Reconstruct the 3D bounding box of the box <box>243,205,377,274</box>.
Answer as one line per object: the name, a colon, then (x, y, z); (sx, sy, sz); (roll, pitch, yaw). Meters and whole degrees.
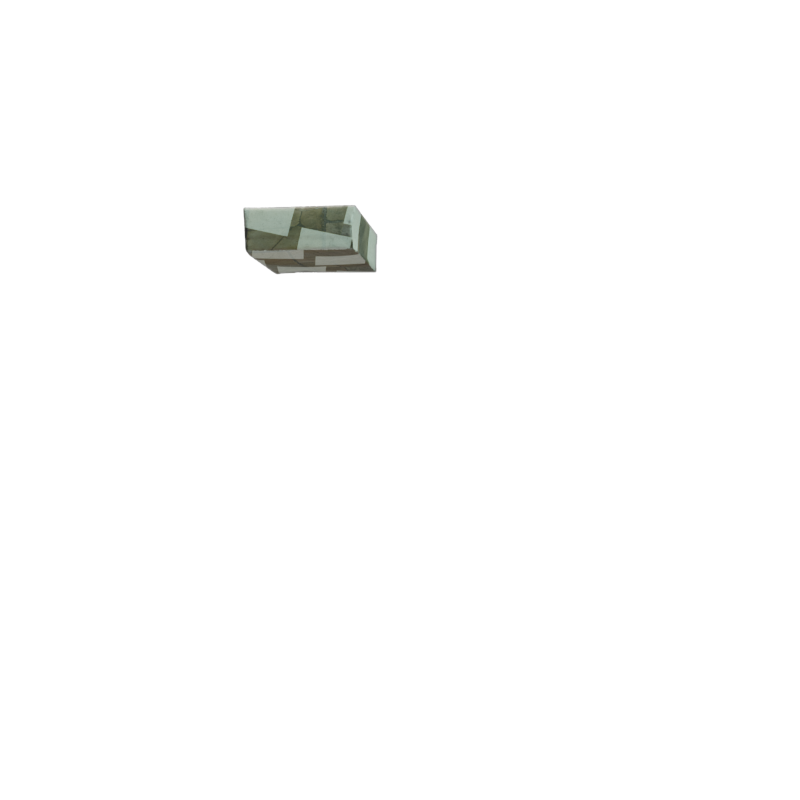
box: (-0.070, -0.128, 0.898); (0.091, 0.039, 0.110); (-1, -3, 9)
